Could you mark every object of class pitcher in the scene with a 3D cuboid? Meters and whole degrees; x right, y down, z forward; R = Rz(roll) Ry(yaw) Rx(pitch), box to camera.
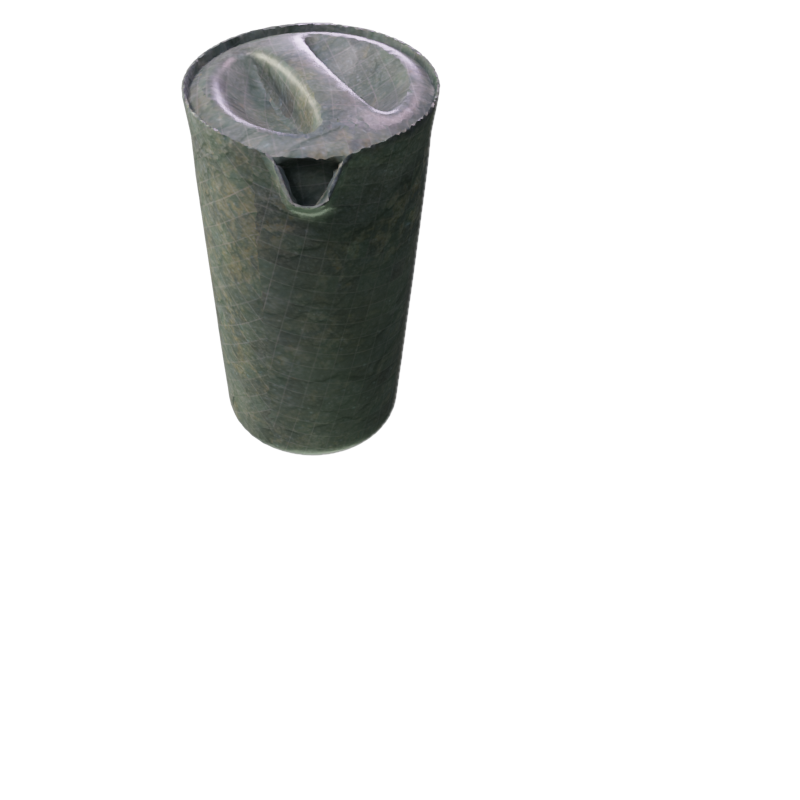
[{"bbox_3d":[-0.051,-0.093,0.651,0.154,0.226,0.150,33,50,29],"label":"pitcher"}]
